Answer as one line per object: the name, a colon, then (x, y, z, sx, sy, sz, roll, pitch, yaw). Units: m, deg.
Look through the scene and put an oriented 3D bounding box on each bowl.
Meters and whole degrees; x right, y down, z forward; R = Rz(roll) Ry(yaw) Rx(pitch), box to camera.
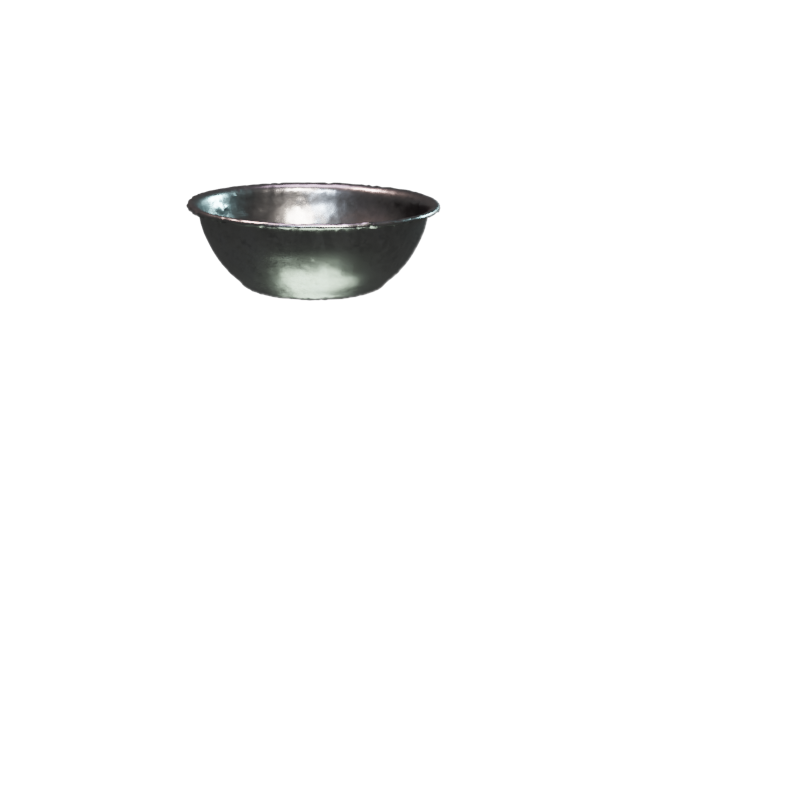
bowl: (-0.056, -0.102, 0.712, 0.162, 0.053, 0.168, -1, 18, -2)
